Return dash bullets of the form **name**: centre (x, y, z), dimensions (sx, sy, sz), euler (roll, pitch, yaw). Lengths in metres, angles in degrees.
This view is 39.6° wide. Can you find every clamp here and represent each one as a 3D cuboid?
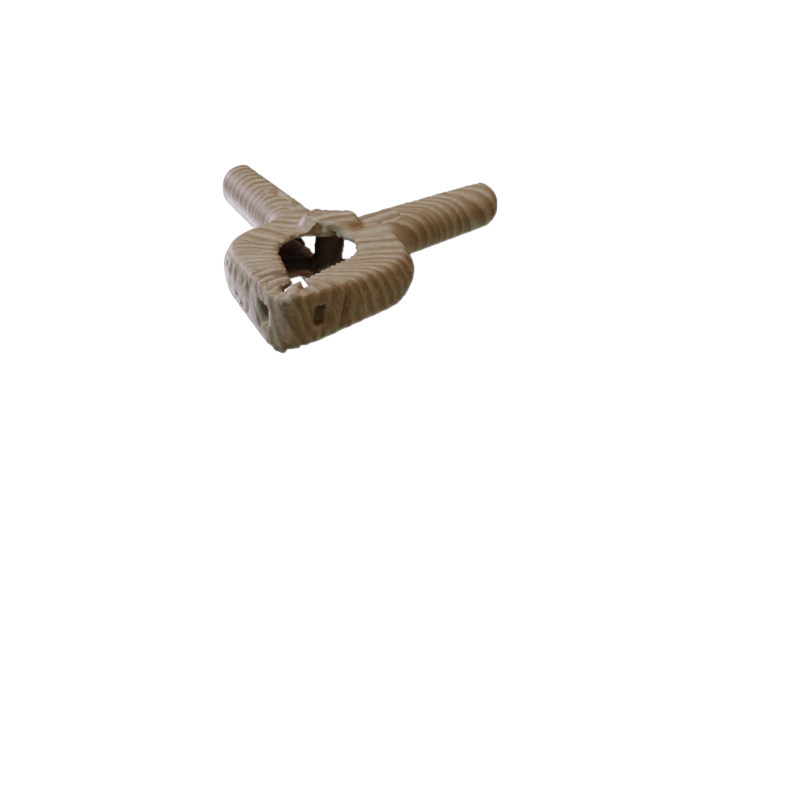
- **clamp**: centre (-0.046, -0.084, 0.588), dimensions (0.169, 0.034, 0.216), euler (7, 28, 14)
